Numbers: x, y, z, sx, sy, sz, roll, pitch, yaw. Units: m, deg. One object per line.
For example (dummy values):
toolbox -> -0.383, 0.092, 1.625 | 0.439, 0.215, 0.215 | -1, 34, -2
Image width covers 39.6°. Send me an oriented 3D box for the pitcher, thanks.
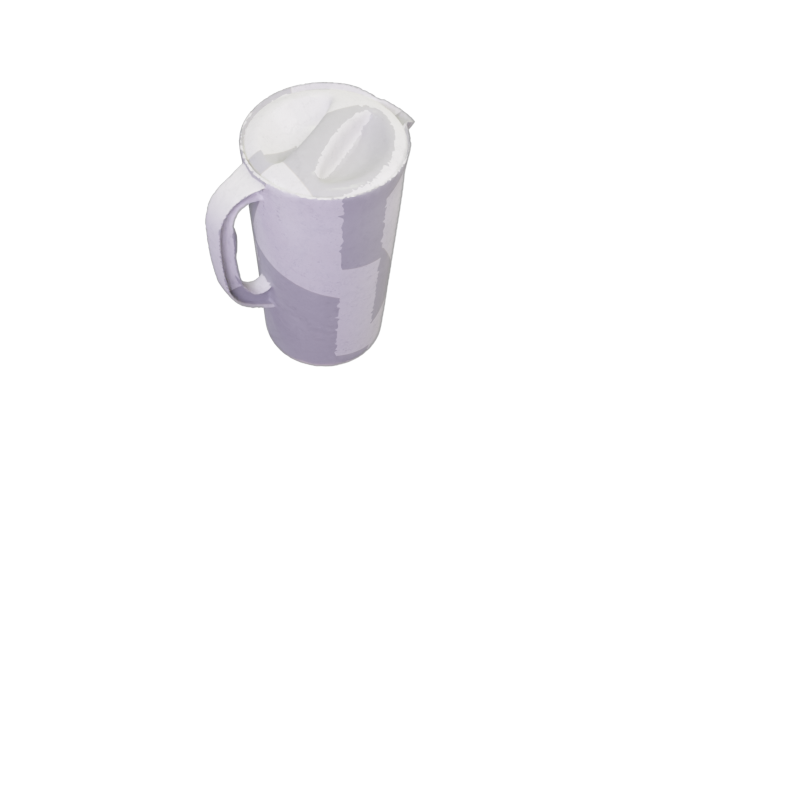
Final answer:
pitcher -> -0.073, -0.134, 0.936 | 0.150, 0.154, 0.227 | 8, -38, 3
